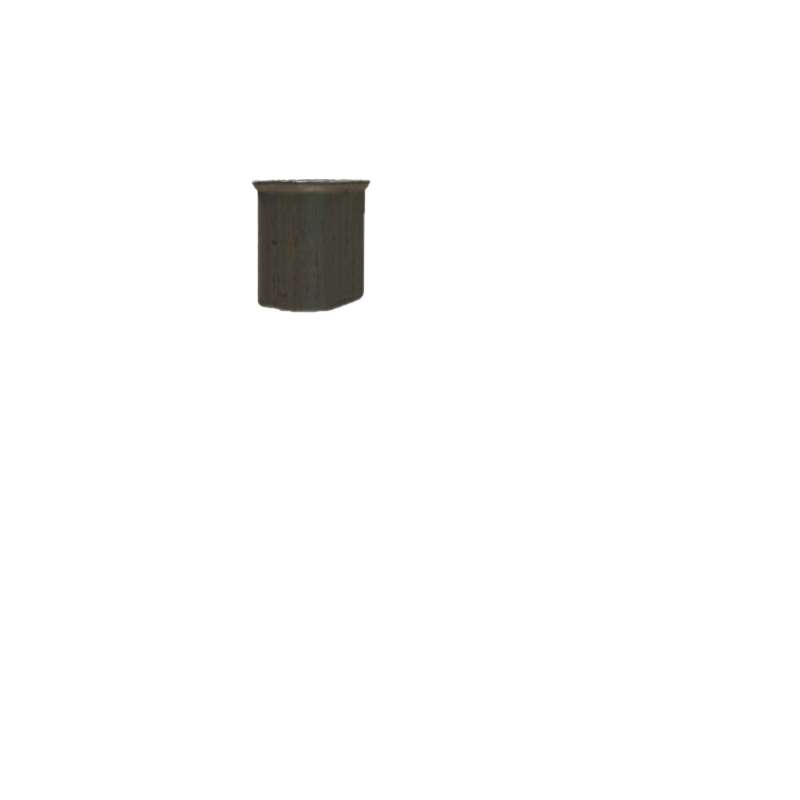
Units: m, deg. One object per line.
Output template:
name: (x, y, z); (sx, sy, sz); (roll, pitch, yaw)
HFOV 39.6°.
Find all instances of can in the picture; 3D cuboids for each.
can: (-0.058, -0.106, 0.746); (0.059, 0.083, 0.101); (2, 9, 18)
